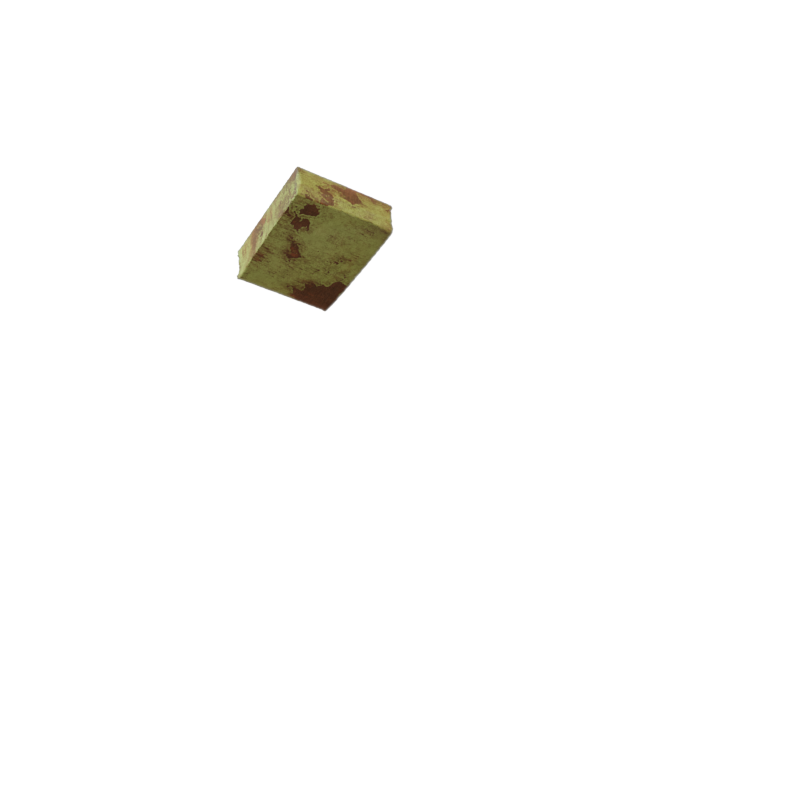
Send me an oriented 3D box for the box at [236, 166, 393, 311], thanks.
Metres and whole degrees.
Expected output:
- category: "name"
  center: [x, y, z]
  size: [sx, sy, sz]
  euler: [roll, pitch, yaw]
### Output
- category: "box"
  center: [-0.072, -0.131, 0.919]
  size: [0.086, 0.042, 0.110]
  euler: [22, -49, -22]
